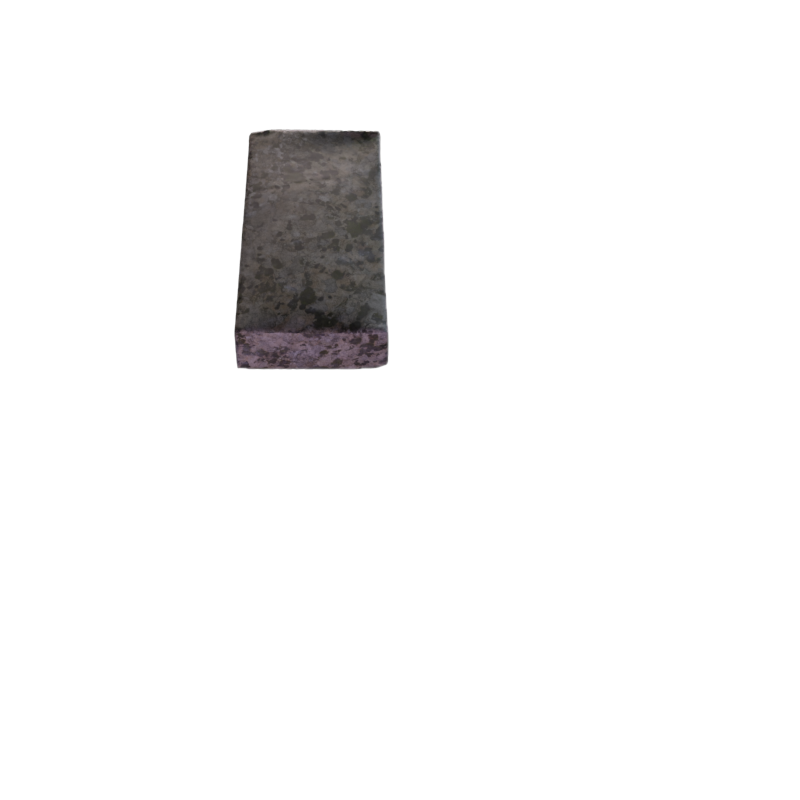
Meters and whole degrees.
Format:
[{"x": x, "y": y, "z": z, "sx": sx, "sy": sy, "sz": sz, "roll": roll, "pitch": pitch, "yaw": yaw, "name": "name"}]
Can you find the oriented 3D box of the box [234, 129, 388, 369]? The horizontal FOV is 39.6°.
[{"x": -0.056, "y": -0.103, "z": 0.718, "sx": 0.093, "sy": 0.189, "sz": 0.045, "roll": -1, "pitch": -36, "yaw": -2, "name": "box"}]
